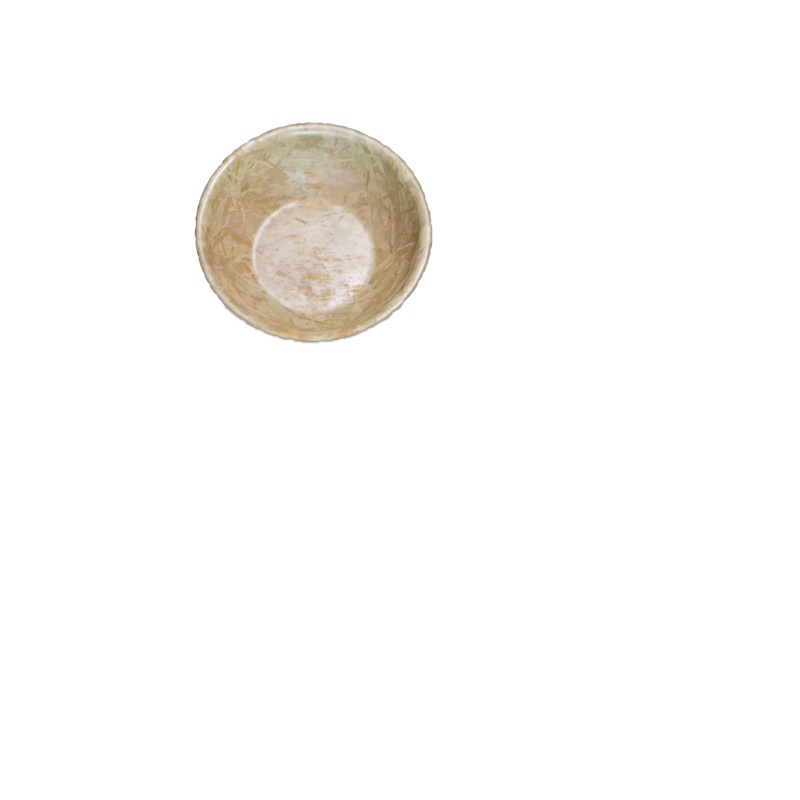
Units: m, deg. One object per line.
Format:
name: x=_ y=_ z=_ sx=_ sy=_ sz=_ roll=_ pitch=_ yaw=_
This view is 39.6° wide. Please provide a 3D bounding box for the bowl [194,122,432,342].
bowl: x=-0.061 y=-0.111 z=0.775 sx=0.162 sy=0.170 sz=0.052 roll=-1 pitch=-21 yaw=-1
